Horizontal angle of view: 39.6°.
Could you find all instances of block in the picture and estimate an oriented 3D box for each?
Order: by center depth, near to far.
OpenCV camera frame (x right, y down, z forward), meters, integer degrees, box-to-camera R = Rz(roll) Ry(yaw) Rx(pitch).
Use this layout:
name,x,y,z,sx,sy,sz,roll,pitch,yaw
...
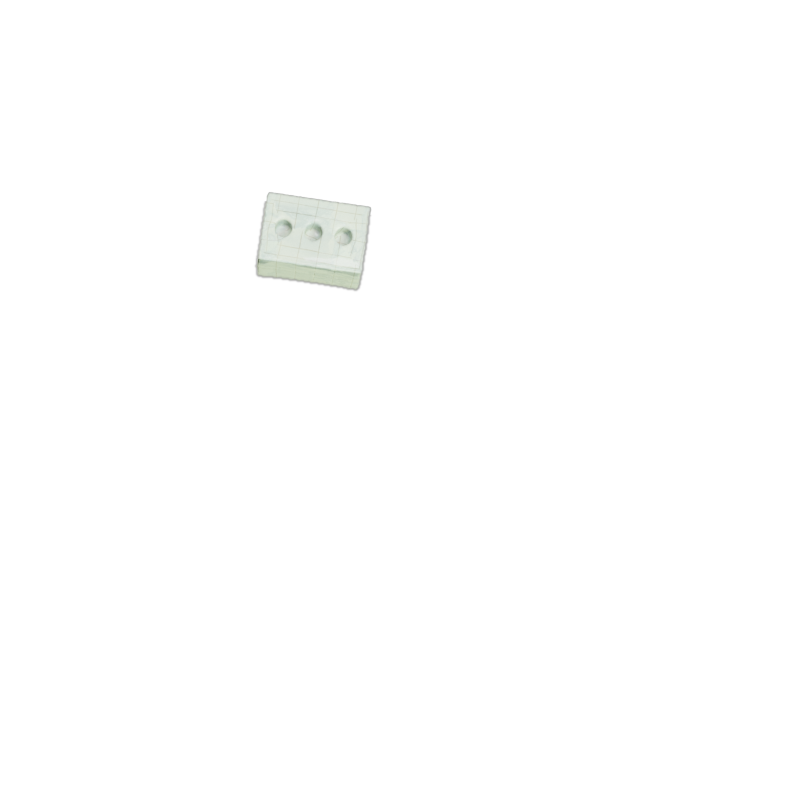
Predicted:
name,x,y,z,sx,sy,sz,roll,pitch,yaw
block,-0.064,-0.116,0.815,0.078,0.054,0.050,8,-13,1
